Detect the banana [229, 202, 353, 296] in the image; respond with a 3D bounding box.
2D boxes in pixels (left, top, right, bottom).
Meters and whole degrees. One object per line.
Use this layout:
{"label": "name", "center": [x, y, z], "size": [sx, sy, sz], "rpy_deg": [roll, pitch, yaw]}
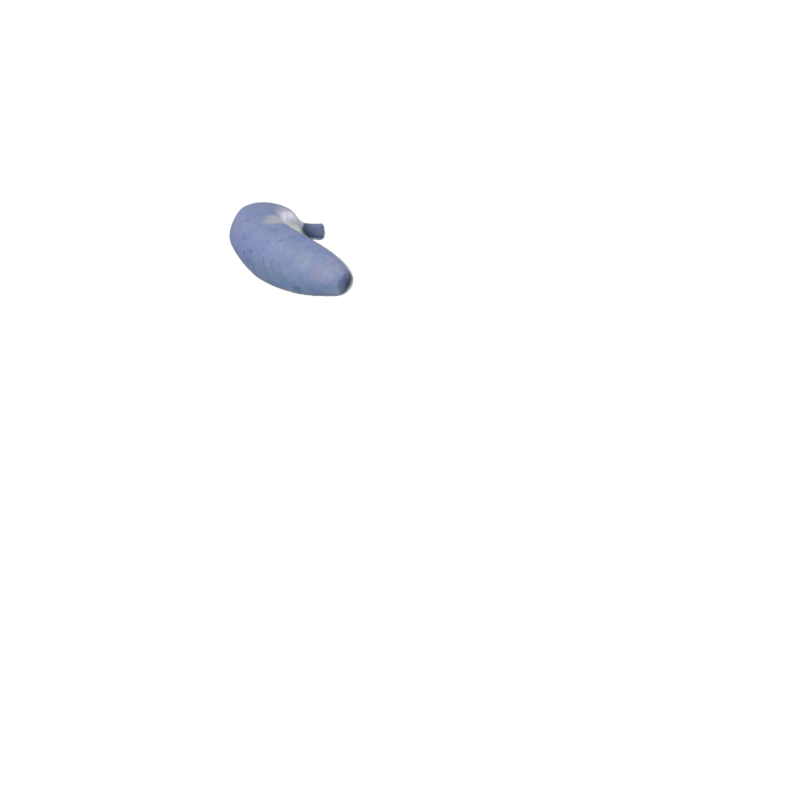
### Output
{"label": "banana", "center": [-0.074, -0.102, 0.708], "size": [0.069, 0.035, 0.206], "rpy_deg": [-2, 19, -7]}
